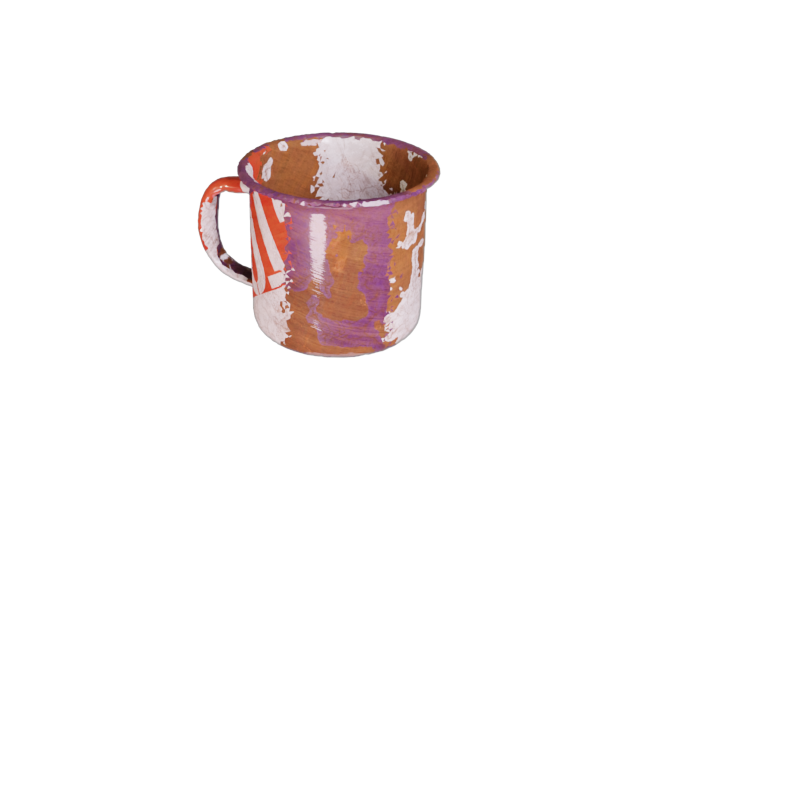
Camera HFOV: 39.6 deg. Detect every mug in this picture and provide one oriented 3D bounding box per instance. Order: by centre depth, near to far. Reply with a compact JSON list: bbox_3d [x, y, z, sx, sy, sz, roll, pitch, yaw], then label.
[{"bbox_3d":[-0.041,-0.075,0.527,0.120,0.077,0.097,8,30,12],"label":"mug"}]
